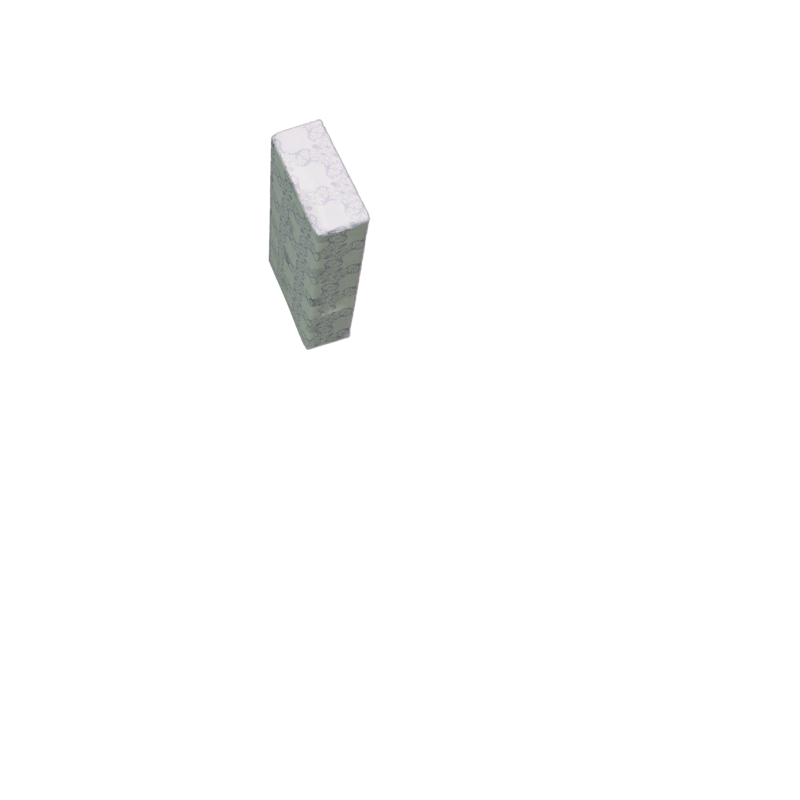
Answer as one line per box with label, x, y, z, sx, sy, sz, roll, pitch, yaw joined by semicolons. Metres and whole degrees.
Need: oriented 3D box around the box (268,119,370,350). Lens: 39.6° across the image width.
box;-0.065;-0.118;0.828;0.048;0.099;0.166;-19;-23;-13
